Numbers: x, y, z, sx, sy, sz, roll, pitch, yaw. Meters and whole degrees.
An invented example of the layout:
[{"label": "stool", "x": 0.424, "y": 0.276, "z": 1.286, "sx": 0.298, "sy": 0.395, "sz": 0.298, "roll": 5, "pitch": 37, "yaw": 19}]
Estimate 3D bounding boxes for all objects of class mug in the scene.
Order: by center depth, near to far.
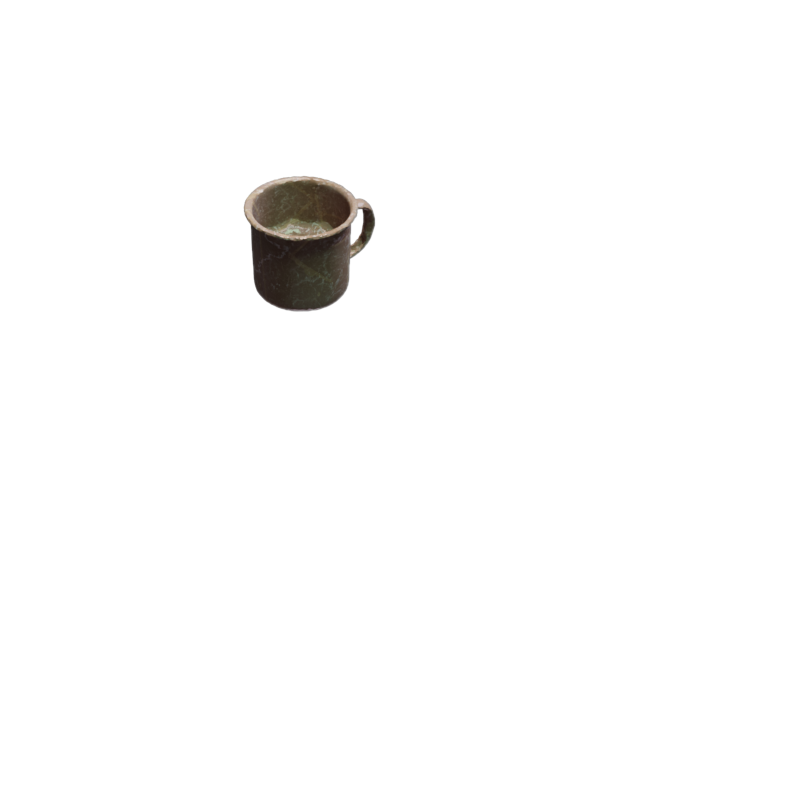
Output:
[{"label": "mug", "x": -0.073, "y": -0.132, "z": 0.928, "sx": 0.116, "sy": 0.076, "sz": 0.100, "roll": -24, "pitch": 46, "yaw": -27}]
